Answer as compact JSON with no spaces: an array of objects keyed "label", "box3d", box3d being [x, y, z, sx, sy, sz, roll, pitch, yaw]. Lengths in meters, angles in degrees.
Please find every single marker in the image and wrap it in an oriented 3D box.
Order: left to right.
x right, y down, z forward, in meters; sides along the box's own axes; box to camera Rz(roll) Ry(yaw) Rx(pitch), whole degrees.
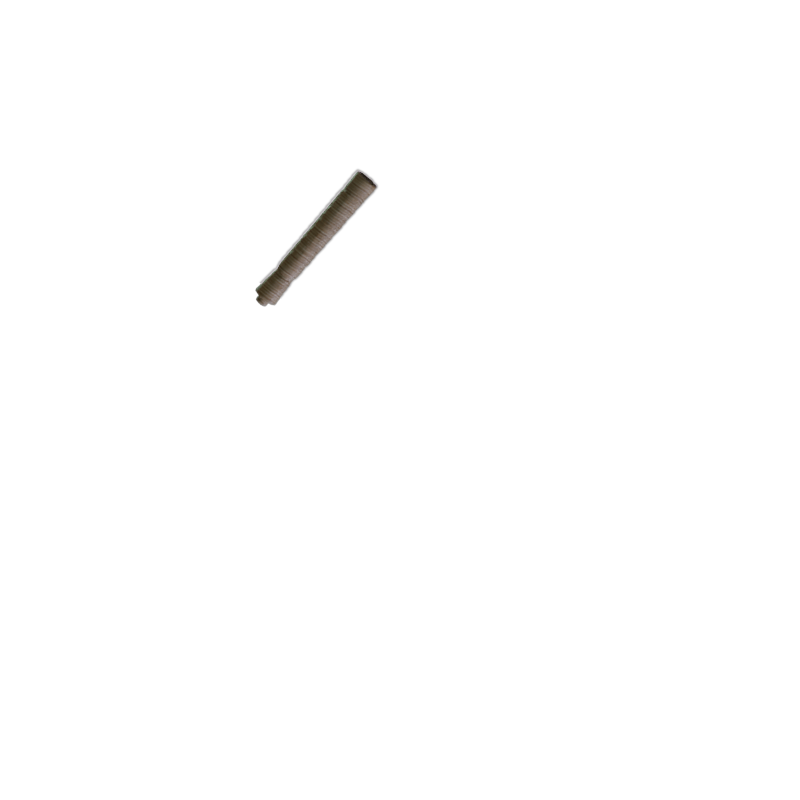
[{"label":"marker","box3d":[-0.062,-0.114,0.796,0.019,0.119,0.021,39,13,-15]}]
